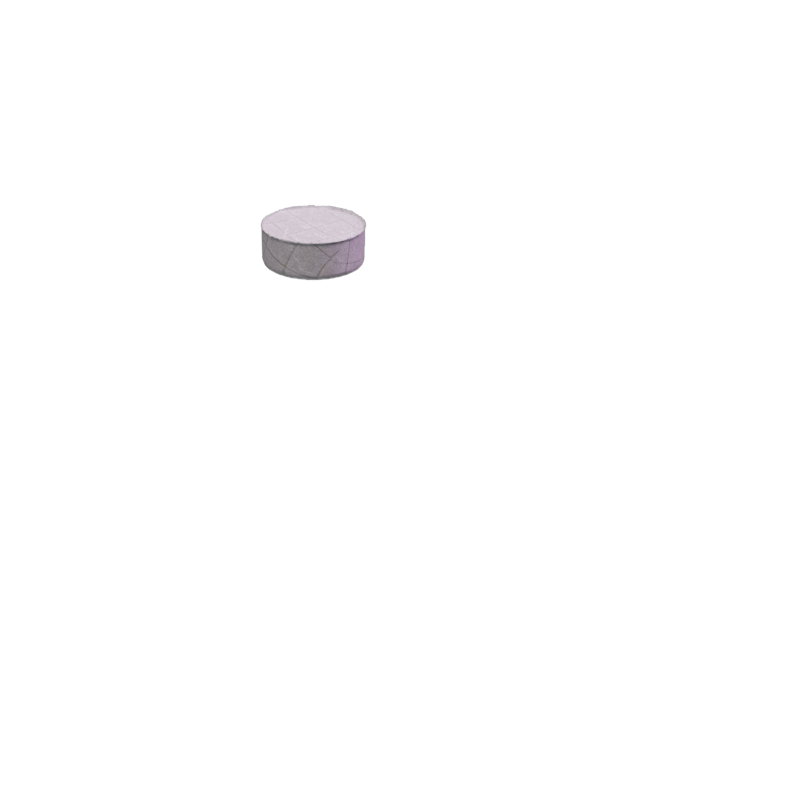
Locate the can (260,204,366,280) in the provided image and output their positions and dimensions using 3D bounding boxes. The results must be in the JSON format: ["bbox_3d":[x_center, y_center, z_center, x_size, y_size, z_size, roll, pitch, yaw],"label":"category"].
[{"bbox_3d":[-0.071,-0.129,0.906,0.086,0.032,0.091,-1,28,-2],"label":"can"}]
